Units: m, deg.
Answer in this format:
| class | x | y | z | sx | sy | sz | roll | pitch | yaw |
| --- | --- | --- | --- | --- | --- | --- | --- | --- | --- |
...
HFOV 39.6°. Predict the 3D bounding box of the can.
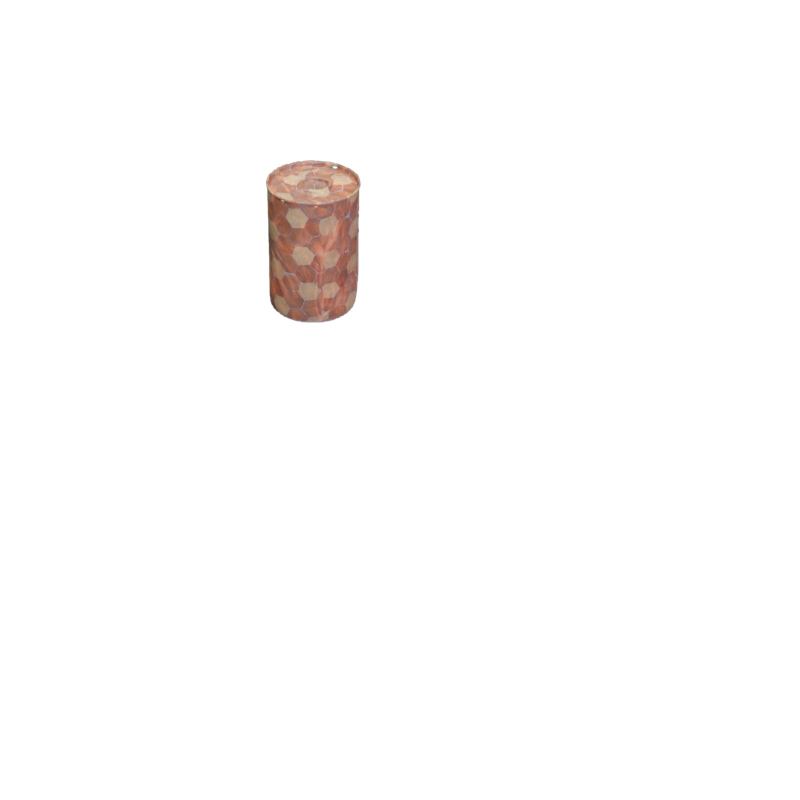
| class | x | y | z | sx | sy | sz | roll | pitch | yaw |
| --- | --- | --- | --- | --- | --- | --- | --- | --- | --- |
| can | -0.064 | -0.117 | 0.820 | 0.068 | 0.096 | 0.073 | 0 | 34 | -3 |
